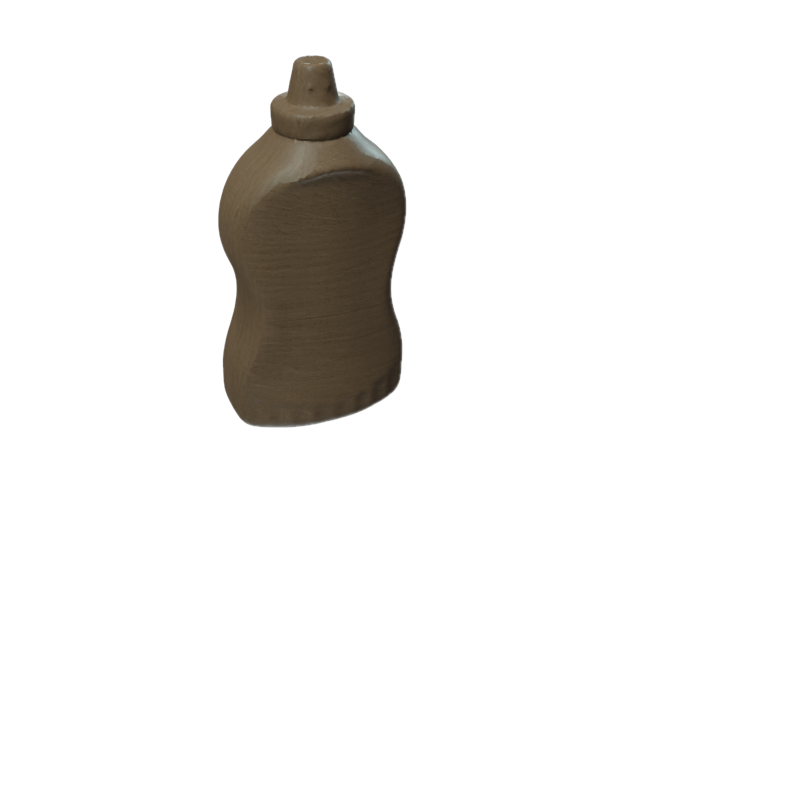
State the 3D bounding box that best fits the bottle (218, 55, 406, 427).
[{"bbox_3d":[-0.045,-0.081,0.566,0.094,0.181,0.063,-10,32,-20],"label":"bottle"}]
